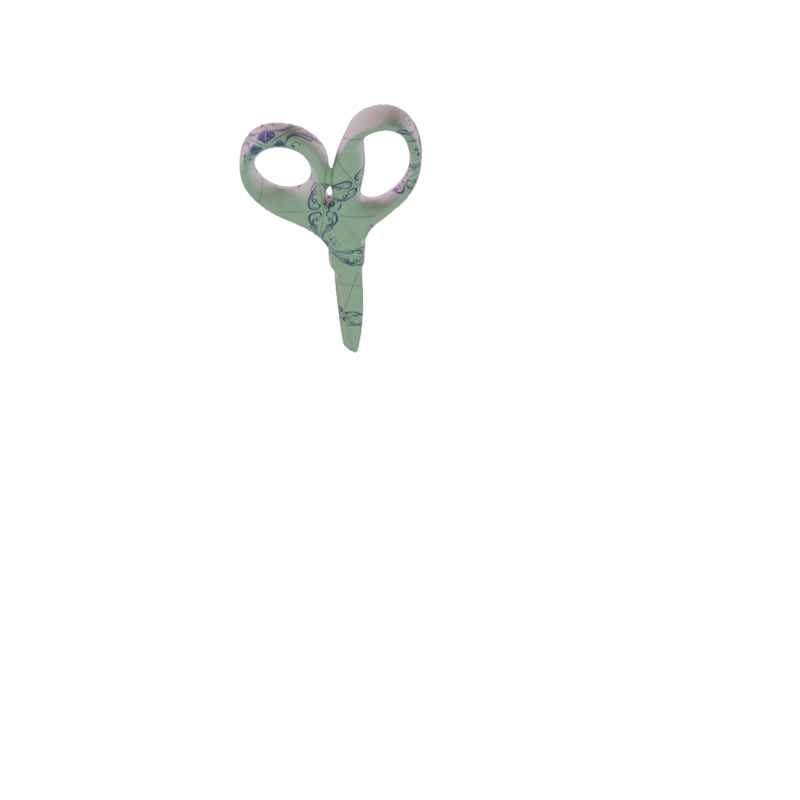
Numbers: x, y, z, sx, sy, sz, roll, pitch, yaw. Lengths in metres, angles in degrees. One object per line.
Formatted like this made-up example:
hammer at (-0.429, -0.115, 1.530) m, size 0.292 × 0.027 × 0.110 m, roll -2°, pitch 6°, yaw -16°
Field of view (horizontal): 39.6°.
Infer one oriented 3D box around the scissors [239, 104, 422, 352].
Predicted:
scissors at (-0.046, -0.083, 0.581) m, size 0.094 × 0.017 × 0.192 m, roll 8°, pitch -33°, yaw -13°
